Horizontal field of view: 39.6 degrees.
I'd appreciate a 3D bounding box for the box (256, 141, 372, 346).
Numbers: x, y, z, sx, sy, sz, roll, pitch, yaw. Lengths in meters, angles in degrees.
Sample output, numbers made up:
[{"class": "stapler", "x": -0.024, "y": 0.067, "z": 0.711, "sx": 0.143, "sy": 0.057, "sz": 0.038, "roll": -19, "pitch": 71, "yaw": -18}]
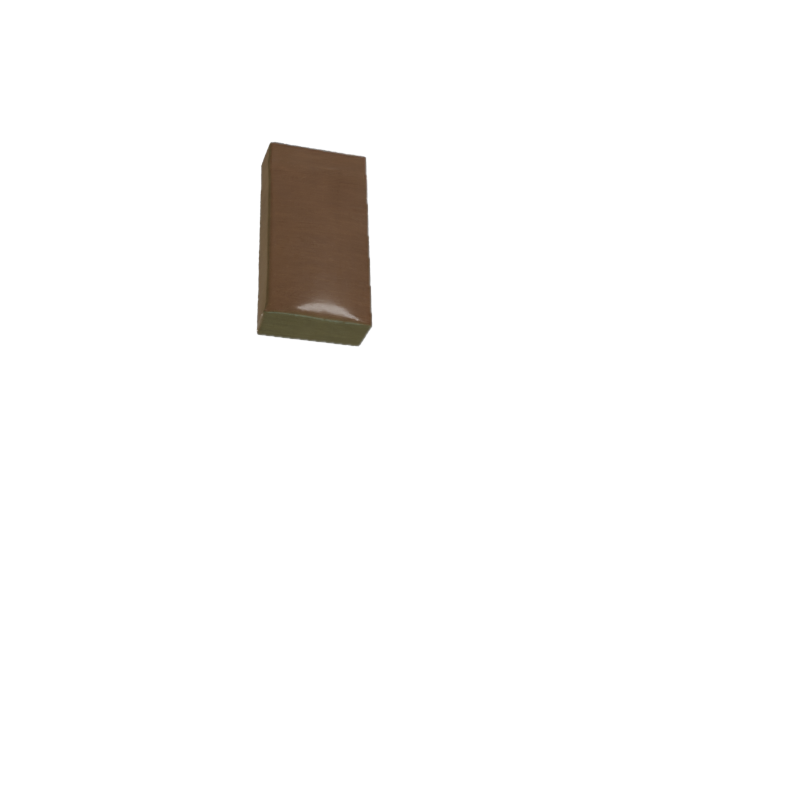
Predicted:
[{"class": "box", "x": -0.075, "y": -0.138, "z": 0.966, "sx": 0.091, "sy": 0.188, "sz": 0.046, "roll": 7, "pitch": -33, "yaw": -14}]
